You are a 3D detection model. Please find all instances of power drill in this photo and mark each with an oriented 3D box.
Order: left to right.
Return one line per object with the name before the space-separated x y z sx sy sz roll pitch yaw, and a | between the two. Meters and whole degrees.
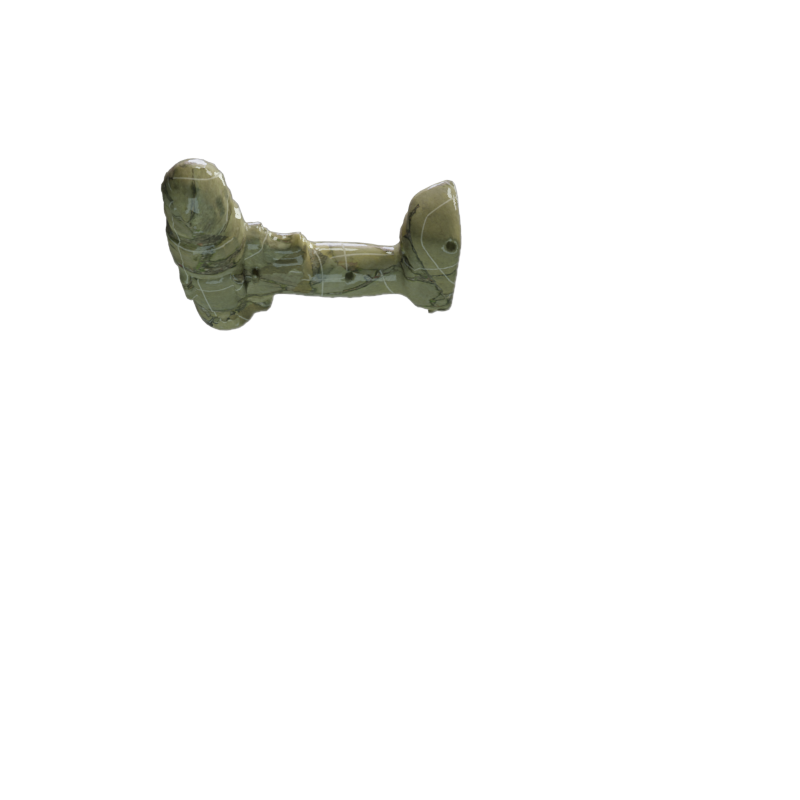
power drill | -0.057 -0.104 0.726 0.188 0.061 0.174 -1 -21 1
